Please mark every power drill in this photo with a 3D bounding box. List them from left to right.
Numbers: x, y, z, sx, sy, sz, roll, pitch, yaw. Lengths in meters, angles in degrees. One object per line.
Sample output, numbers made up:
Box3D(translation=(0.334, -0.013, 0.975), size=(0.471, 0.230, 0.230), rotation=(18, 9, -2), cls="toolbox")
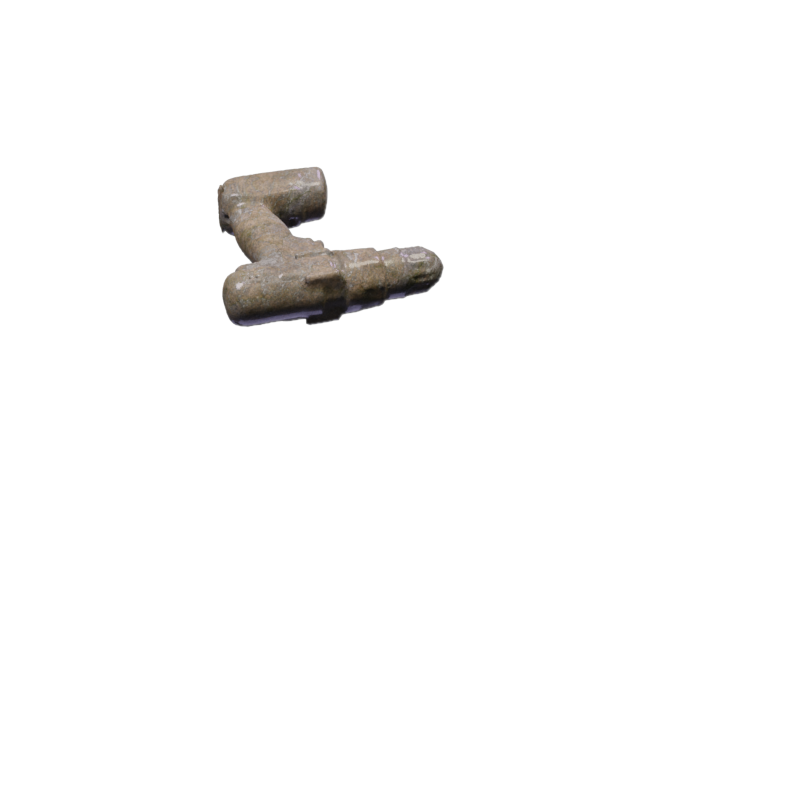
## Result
Box3D(translation=(-0.075, -0.138, 0.964), size=(0.182, 0.054, 0.202), rotation=(-10, 36, -14), cls="power drill")
